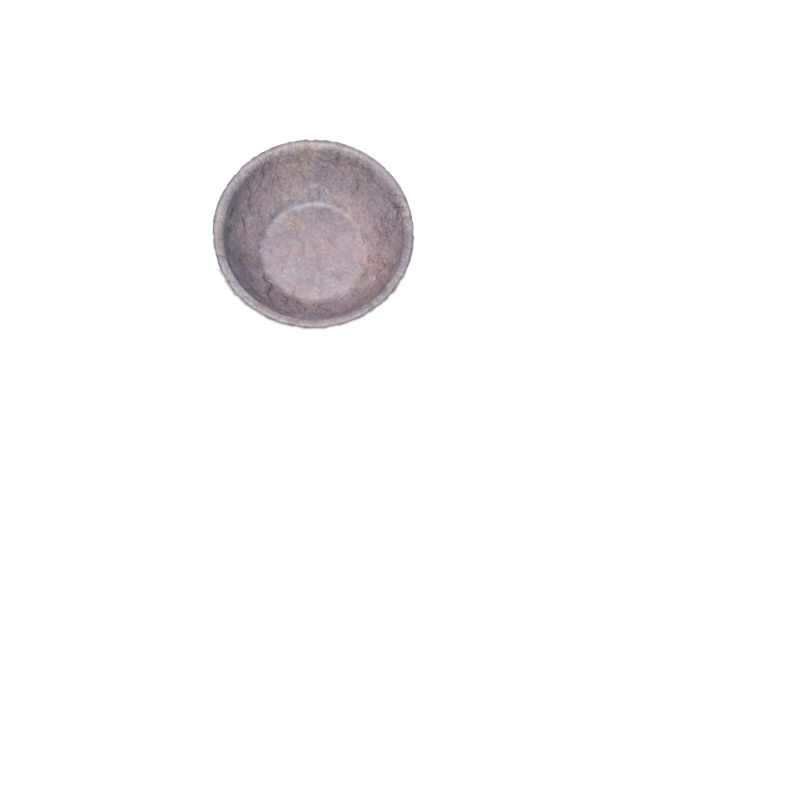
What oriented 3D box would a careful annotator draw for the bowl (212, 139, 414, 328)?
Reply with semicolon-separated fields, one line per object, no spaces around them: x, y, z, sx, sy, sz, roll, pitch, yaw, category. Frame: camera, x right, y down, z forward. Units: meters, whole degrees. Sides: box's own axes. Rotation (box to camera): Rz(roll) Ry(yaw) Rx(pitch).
-0.071;-0.130;0.910;0.162;0.169;0.053;-1;-19;-1;bowl
